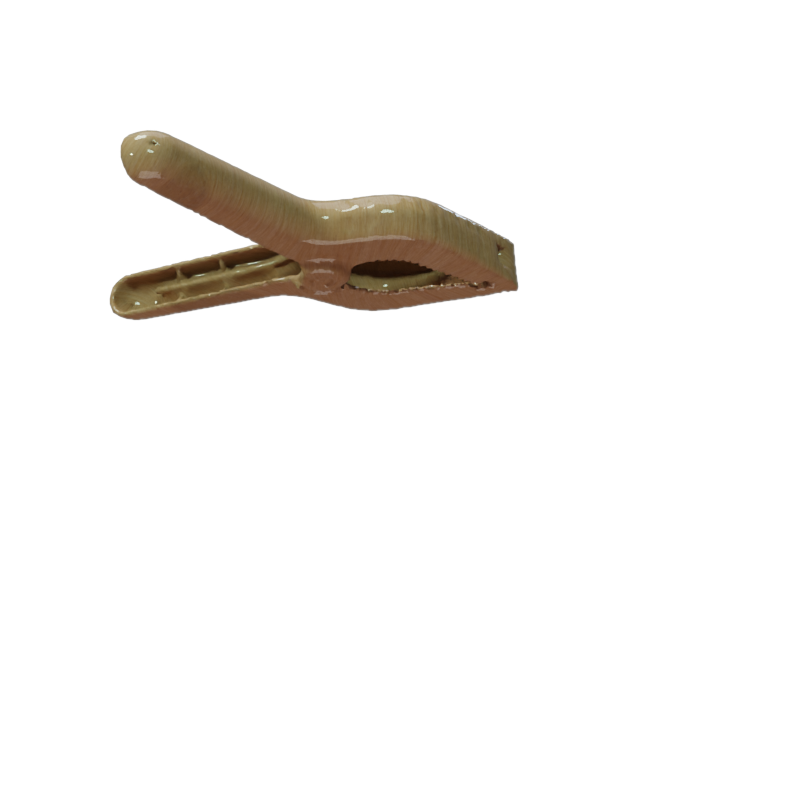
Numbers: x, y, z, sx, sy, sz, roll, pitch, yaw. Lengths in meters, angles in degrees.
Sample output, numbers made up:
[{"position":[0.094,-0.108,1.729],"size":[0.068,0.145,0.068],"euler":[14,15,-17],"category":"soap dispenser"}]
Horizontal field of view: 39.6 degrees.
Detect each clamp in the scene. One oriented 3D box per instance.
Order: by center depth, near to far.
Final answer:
[{"position":[-0.042,-0.077,0.540],"size":[0.209,0.038,0.157],"euler":[2,-20,-5],"category":"clamp"}]
